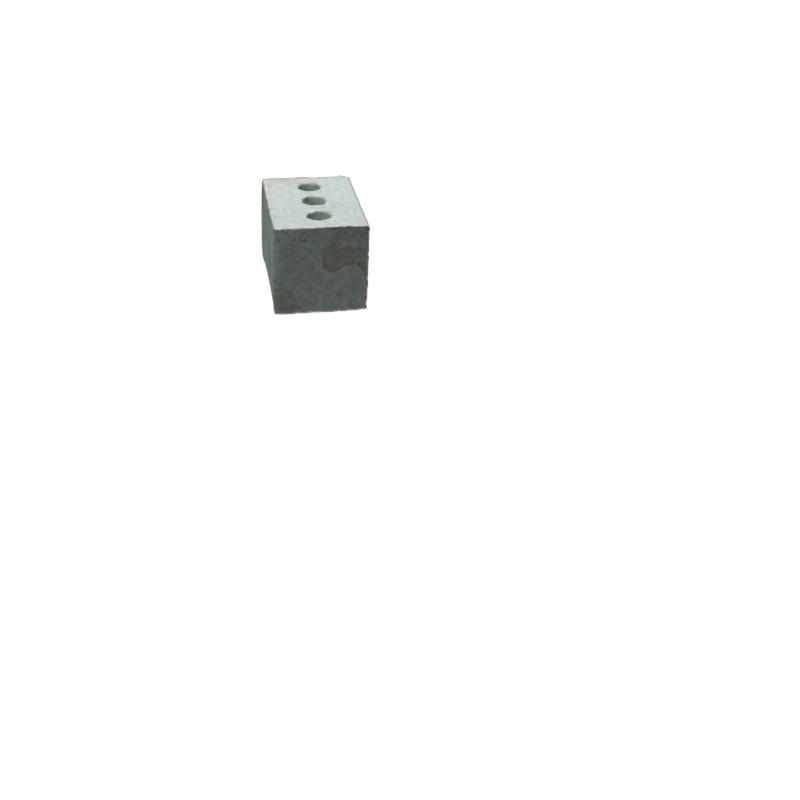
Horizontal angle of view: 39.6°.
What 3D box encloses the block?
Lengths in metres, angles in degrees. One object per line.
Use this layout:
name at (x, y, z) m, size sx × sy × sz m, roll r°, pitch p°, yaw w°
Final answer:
block at (-0.048, -0.088, 0.619) m, size 0.052 × 0.048 × 0.083 m, roll -4°, pitch 29°, yaw -10°
